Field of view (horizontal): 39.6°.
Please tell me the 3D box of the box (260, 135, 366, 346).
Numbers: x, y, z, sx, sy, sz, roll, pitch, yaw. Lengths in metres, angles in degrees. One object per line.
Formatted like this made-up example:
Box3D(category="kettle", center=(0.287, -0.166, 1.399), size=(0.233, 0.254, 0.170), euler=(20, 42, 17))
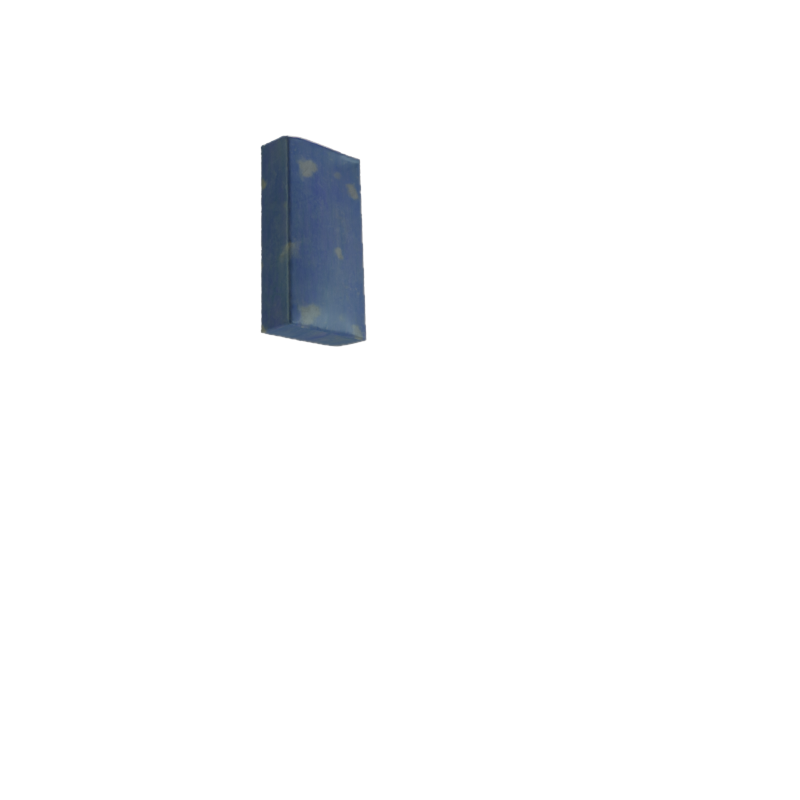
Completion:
Box3D(category="box", center=(-0.077, -0.141, 0.985), size=(0.088, 0.183, 0.049), euler=(14, -22, -42))
